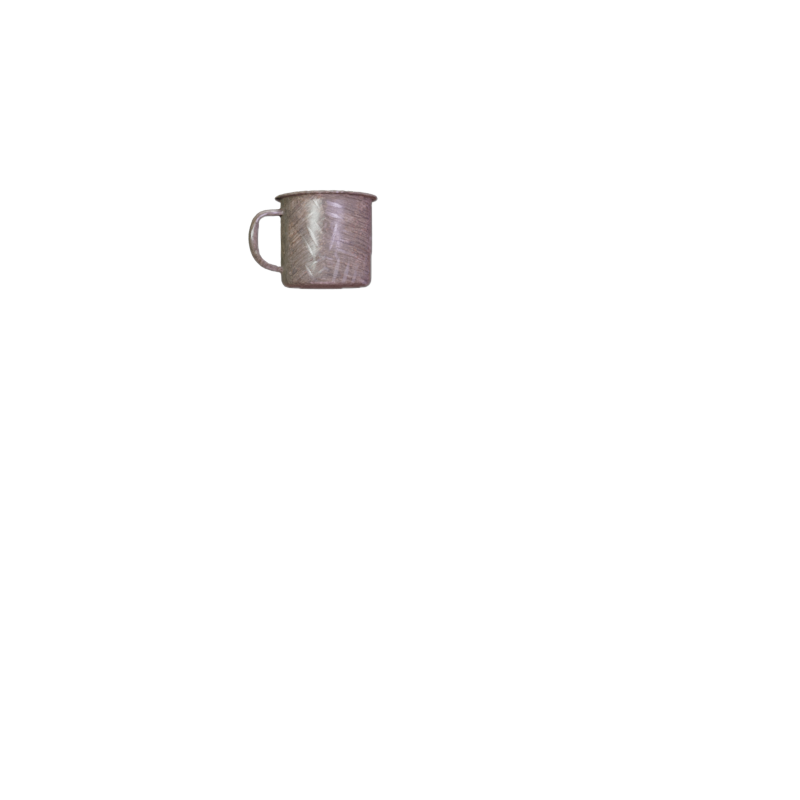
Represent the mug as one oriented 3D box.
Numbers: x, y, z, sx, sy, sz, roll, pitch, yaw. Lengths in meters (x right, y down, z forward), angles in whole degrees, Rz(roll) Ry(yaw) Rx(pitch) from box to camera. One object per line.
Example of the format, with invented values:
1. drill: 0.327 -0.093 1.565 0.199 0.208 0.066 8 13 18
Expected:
1. mug: -0.078 -0.142 0.992 0.115 0.082 0.095 0 -1 -17
